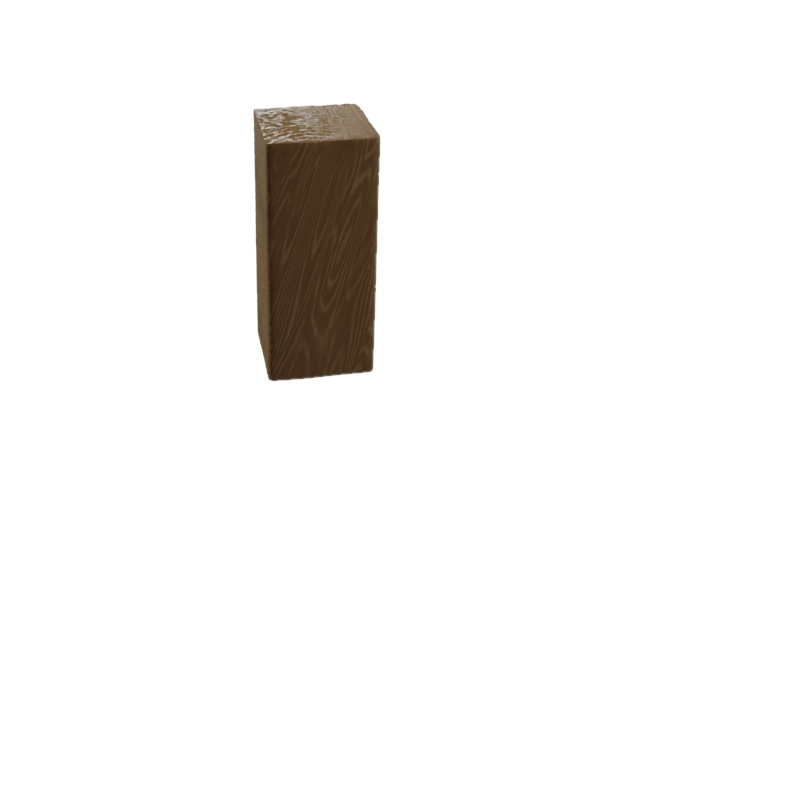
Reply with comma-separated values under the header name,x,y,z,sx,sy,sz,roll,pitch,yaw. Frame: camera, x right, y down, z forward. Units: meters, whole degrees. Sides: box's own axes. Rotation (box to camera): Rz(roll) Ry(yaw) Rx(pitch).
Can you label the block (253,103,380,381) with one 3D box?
name,x,y,z,sx,sy,sz,roll,pitch,yaw
block,-0.071,-0.130,0.911,0.089,0.195,0.097,-4,27,-11
